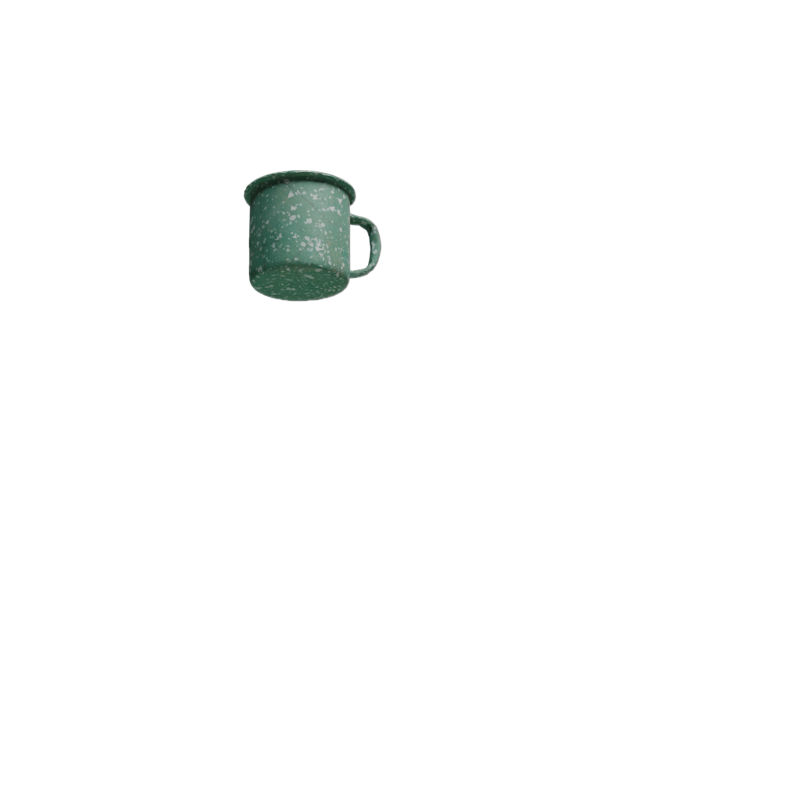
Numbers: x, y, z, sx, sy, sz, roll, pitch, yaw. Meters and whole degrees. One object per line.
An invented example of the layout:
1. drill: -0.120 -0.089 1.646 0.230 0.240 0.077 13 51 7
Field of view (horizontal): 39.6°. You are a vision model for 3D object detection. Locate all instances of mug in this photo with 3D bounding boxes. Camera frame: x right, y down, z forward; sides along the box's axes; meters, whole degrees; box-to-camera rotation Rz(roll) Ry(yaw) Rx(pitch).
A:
1. mug: -0.071 -0.129 0.904 0.113 0.085 0.092 7 -20 -23
